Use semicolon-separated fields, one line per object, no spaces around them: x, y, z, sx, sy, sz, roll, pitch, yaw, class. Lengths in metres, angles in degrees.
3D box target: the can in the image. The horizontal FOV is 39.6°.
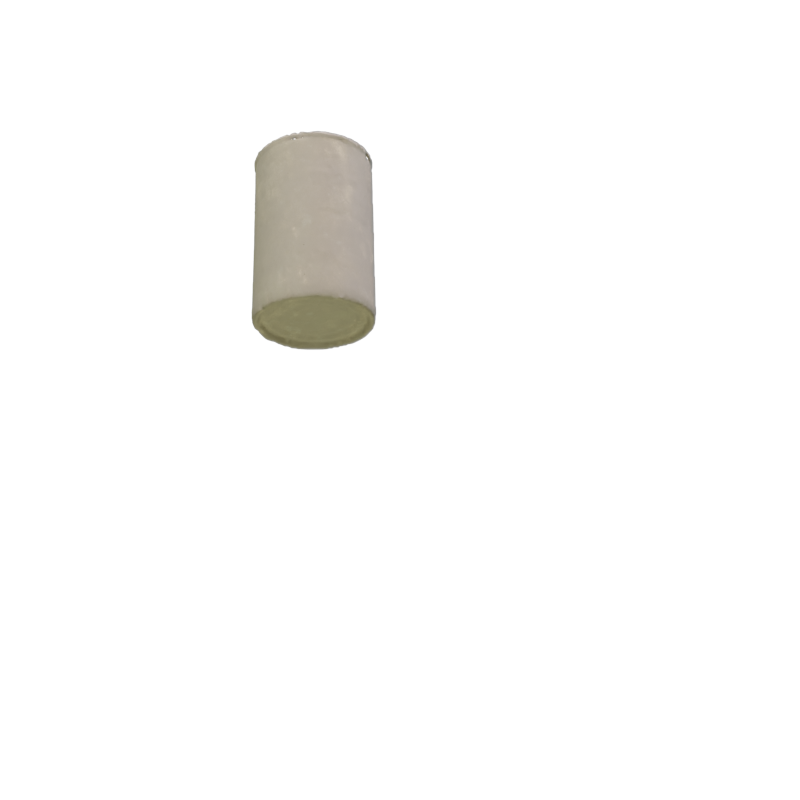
-0.048;-0.087;0.612;0.068;0.109;0.065;0;-27;-2;can
